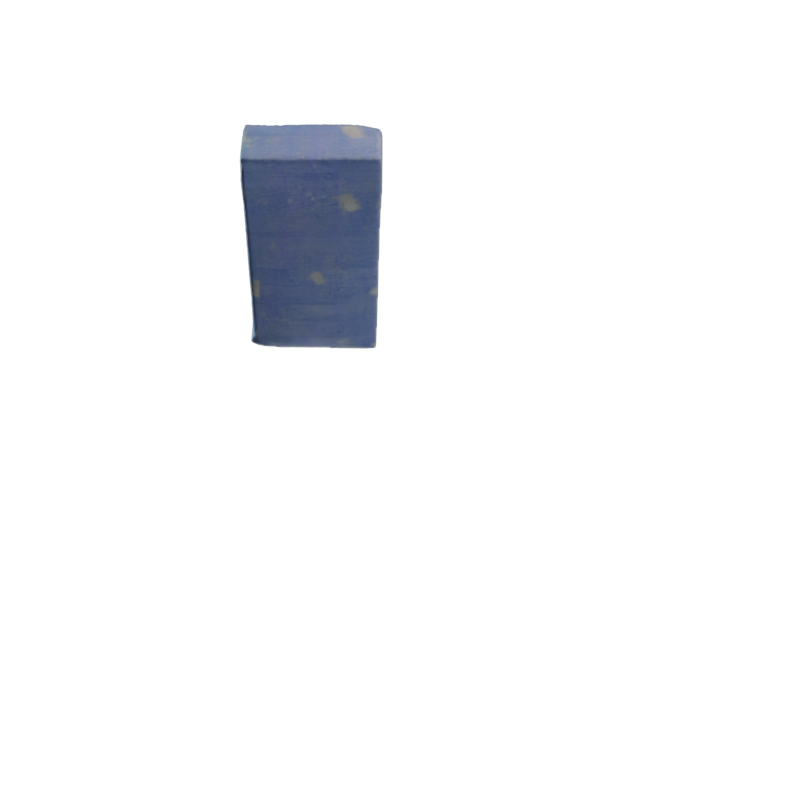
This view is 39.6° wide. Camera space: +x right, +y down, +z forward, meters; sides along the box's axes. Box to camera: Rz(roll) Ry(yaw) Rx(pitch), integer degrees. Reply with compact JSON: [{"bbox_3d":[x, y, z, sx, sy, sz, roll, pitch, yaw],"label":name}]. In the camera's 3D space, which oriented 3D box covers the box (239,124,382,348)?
[{"bbox_3d":[-0.060,-0.110,0.770,0.093,0.164,0.051,2,43,-1],"label":"box"}]
